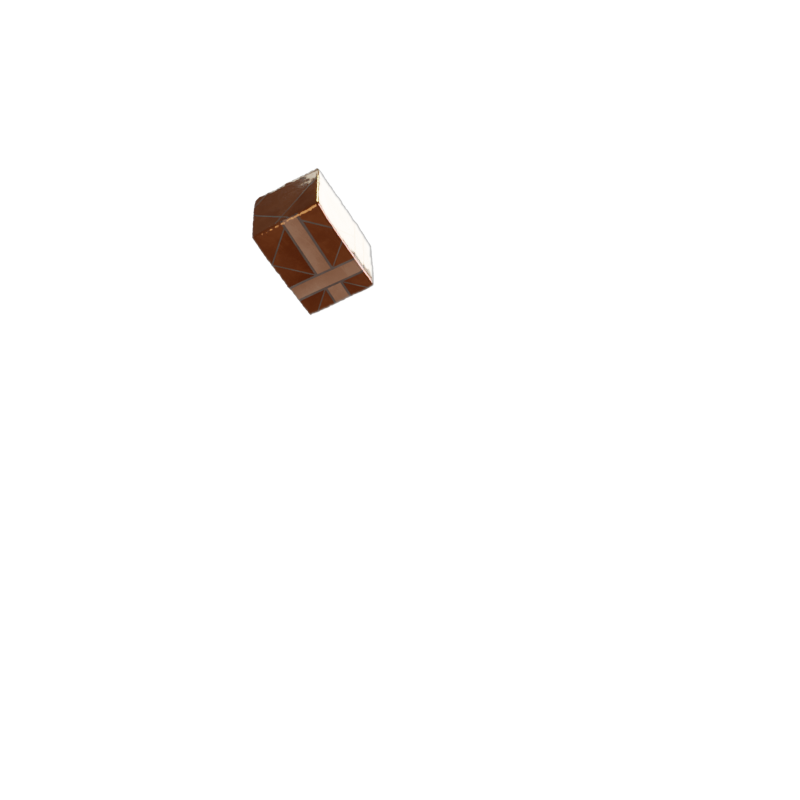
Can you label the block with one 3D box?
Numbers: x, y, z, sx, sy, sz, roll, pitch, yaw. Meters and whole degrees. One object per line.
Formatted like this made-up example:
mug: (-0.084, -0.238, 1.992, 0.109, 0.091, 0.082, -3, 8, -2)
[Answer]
block: (-0.059, -0.108, 0.759, 0.053, 0.073, 0.055, -25, 33, 16)
